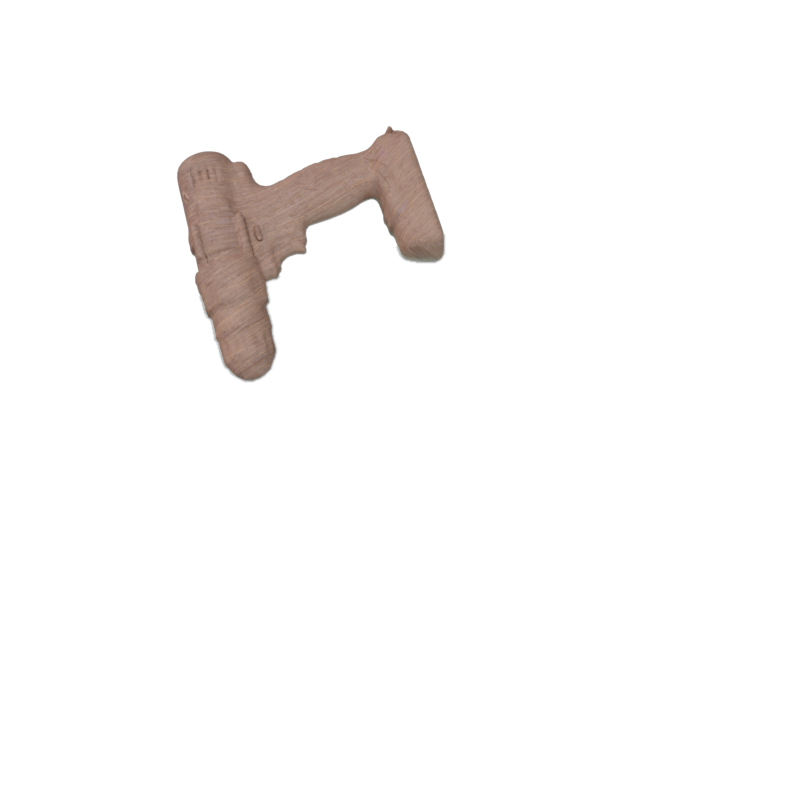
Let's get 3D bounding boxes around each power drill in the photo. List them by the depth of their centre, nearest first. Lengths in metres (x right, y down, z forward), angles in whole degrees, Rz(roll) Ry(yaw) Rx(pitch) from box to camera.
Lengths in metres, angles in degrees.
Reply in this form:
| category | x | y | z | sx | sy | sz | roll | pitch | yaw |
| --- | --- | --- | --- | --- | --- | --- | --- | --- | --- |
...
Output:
| category | x | y | z | sx | sy | sz | roll | pitch | yaw |
| --- | --- | --- | --- | --- | --- | --- | --- | --- | --- |
| power drill | -0.066 | -0.120 | 0.841 | 0.187 | 0.194 | 0.055 | -15 | -18 | -5 |
